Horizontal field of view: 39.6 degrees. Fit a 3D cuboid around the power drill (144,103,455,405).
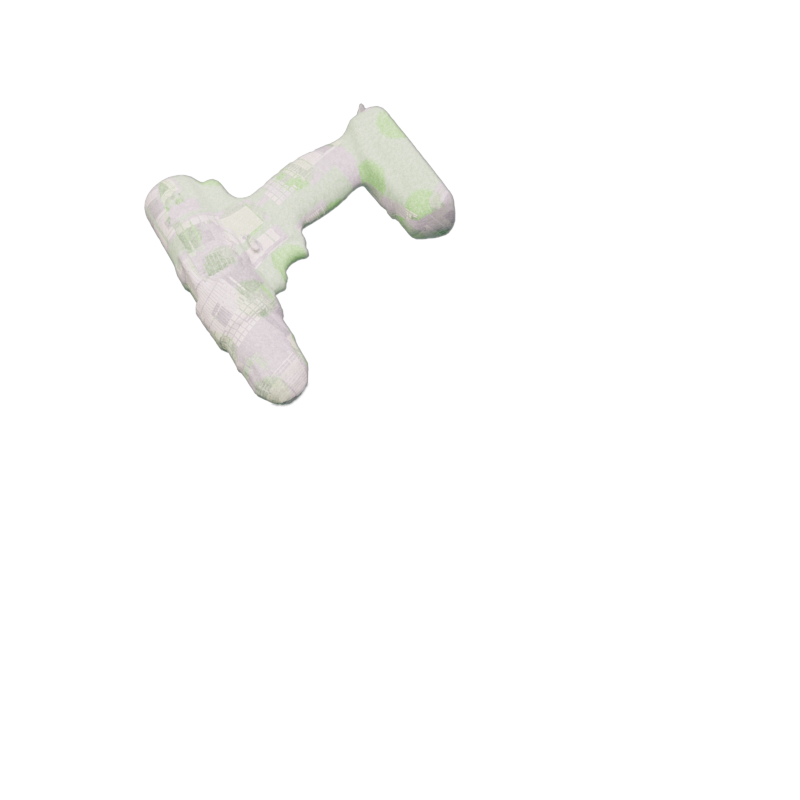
[{"bbox_3d":[-0.059,-0.108,0.757,0.187,0.196,0.054,-28,-23,-14],"label":"power drill"}]
